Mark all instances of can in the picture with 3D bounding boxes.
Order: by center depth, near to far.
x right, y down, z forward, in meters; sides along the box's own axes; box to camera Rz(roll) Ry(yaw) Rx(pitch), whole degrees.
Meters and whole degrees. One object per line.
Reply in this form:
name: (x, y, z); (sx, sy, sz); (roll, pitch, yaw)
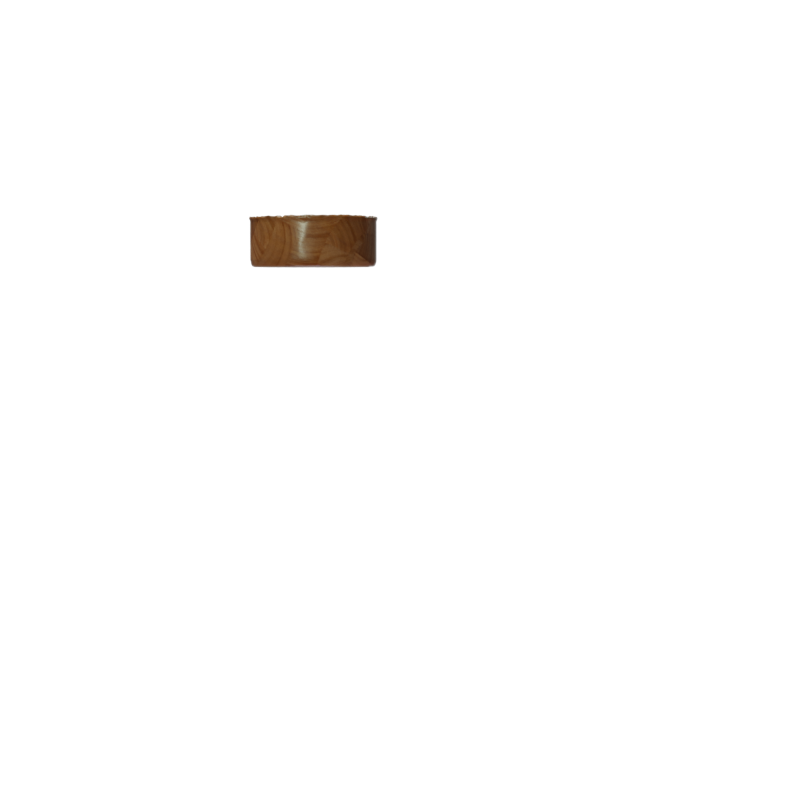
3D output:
can: (-0.058, -0.106, 0.740); (0.086, 0.033, 0.087); (0, 6, -2)
